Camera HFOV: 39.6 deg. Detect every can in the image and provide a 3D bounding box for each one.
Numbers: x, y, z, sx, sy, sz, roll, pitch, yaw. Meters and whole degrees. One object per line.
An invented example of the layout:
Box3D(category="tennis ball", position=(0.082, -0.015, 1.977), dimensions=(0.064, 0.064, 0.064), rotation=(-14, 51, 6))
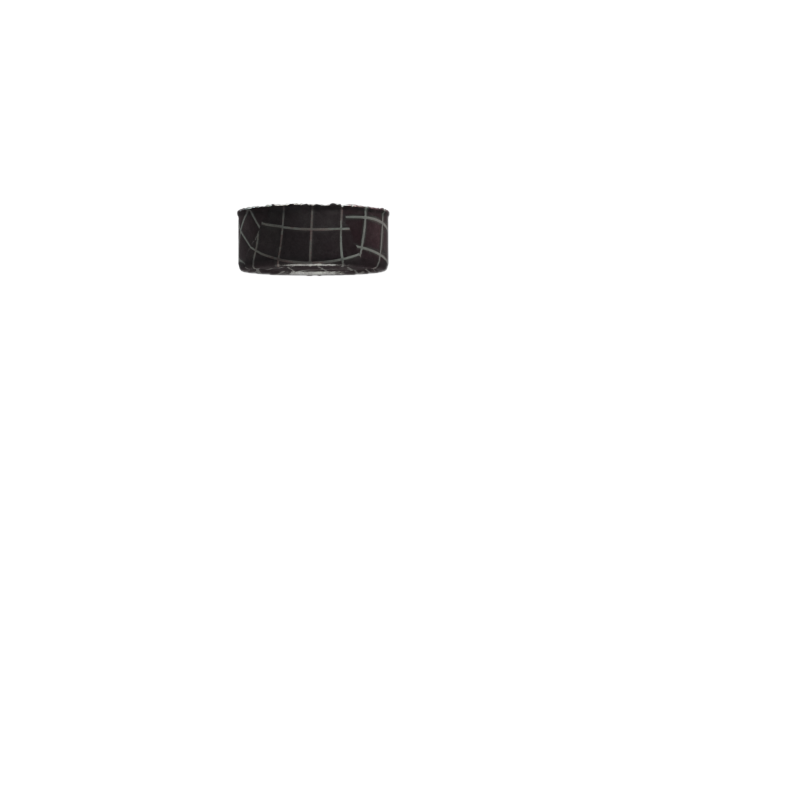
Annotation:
Box3D(category="can", position=(-0.049, -0.089, 0.622), dimensions=(0.086, 0.034, 0.086), rotation=(0, 2, -2))
